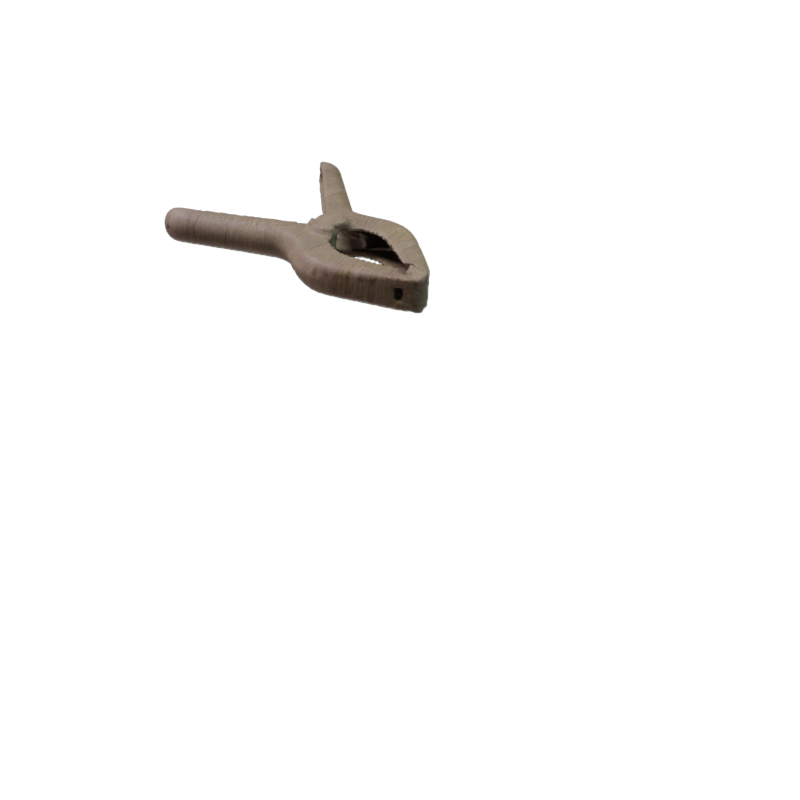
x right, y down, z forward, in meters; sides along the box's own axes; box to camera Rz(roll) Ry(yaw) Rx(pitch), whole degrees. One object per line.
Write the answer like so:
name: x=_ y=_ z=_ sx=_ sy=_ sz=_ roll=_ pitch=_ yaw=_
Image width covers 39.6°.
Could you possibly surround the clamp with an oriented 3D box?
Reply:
clamp: x=-0.064 y=-0.116 z=0.815 sx=0.162 sy=0.034 sz=0.226 roll=-21 pitch=39 yaw=-28
